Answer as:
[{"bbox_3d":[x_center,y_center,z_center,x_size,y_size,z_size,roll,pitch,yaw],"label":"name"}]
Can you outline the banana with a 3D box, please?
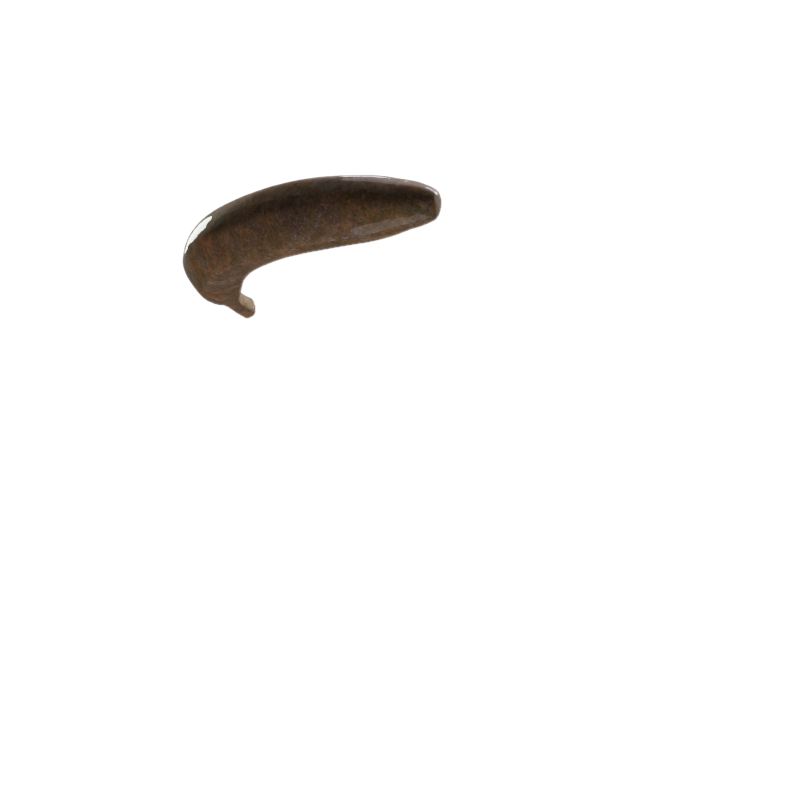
[{"bbox_3d":[-0.062,-0.082,0.562,0.067,0.038,0.200,7,-12,-33],"label":"banana"}]
